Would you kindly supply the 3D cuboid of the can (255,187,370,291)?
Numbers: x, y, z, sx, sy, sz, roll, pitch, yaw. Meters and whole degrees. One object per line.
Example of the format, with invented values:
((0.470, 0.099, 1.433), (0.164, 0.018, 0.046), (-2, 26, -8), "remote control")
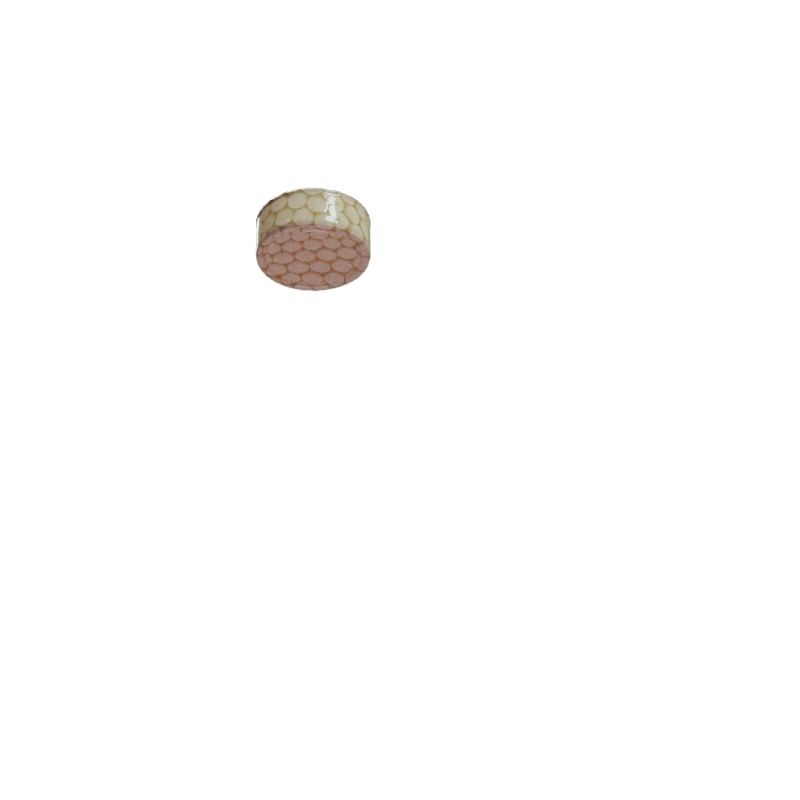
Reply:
((-0.064, -0.117, 0.817), (0.086, 0.036, 0.080), (1, -32, -2), "can")
